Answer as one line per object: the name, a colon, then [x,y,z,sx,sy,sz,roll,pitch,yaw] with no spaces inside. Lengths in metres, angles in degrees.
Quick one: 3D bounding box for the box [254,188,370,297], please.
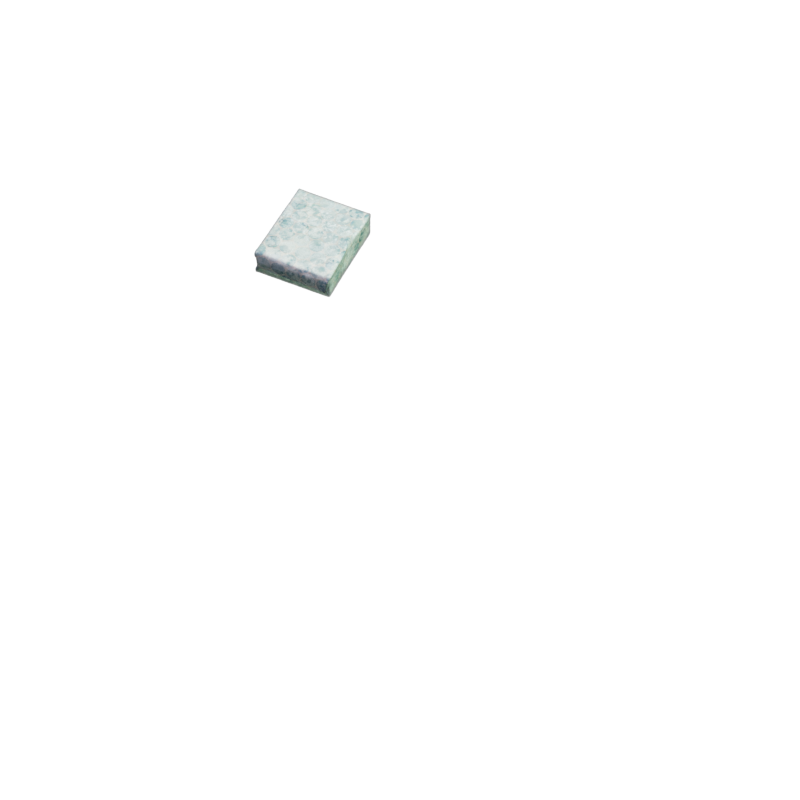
box: [-0.077,-0.140,0.979,0.076,0.093,0.028,20,-37,15]
